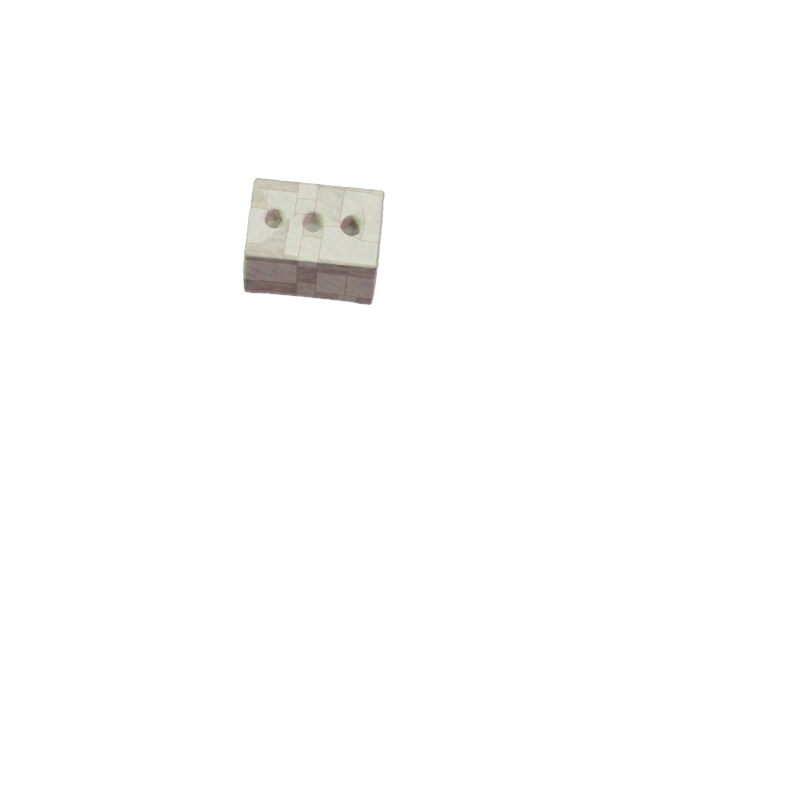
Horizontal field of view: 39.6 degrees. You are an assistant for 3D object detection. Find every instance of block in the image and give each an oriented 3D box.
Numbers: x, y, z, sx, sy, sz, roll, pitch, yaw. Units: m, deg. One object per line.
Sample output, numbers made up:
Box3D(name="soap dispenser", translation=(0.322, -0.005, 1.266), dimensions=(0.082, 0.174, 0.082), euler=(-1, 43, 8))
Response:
Box3D(name="block", translation=(-0.051, -0.093, 0.649), dimensions=(0.078, 0.056, 0.048), euler=(5, -24, 1))
